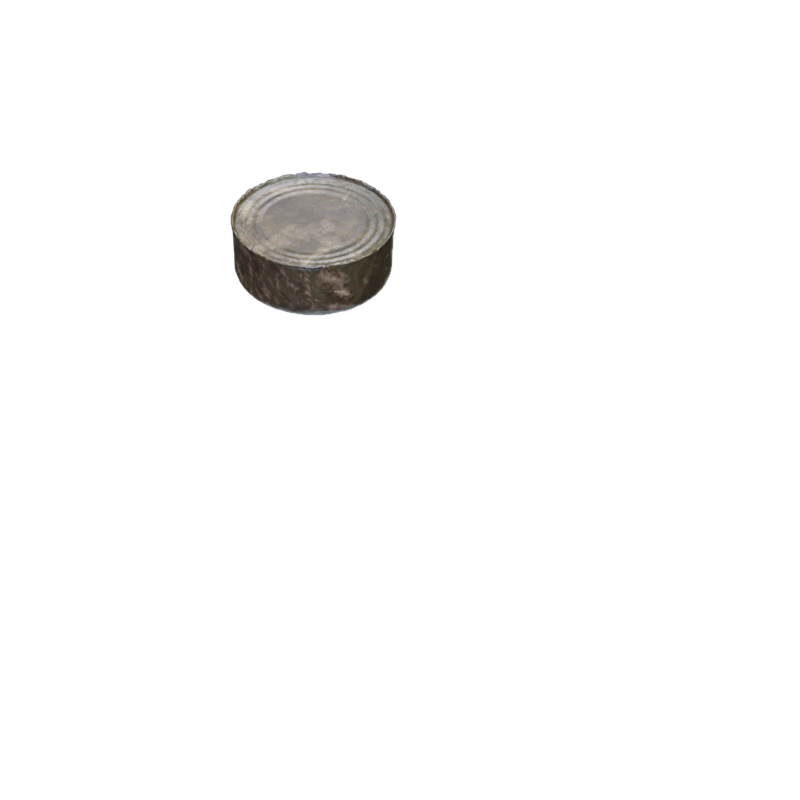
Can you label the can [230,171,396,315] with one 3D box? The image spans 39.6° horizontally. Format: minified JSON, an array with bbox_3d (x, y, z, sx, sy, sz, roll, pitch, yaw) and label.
[{"bbox_3d":[-0.046,-0.083,0.584,0.086,0.031,0.092,-1,41,-2],"label":"can"}]
